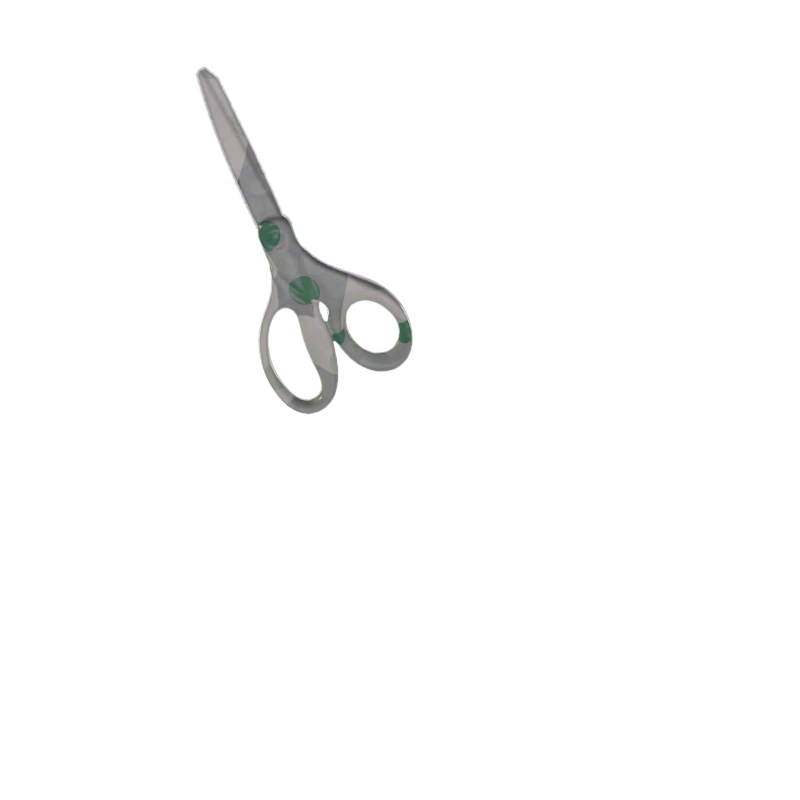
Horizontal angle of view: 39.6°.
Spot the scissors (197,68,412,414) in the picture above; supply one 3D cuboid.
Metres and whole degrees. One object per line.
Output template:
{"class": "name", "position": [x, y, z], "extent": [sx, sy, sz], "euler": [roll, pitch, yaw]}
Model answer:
{"class": "scissors", "position": [-0.047, -0.086, 0.606], "extent": [0.096, 0.193, 0.016], "euler": [-6, 19, 2]}
